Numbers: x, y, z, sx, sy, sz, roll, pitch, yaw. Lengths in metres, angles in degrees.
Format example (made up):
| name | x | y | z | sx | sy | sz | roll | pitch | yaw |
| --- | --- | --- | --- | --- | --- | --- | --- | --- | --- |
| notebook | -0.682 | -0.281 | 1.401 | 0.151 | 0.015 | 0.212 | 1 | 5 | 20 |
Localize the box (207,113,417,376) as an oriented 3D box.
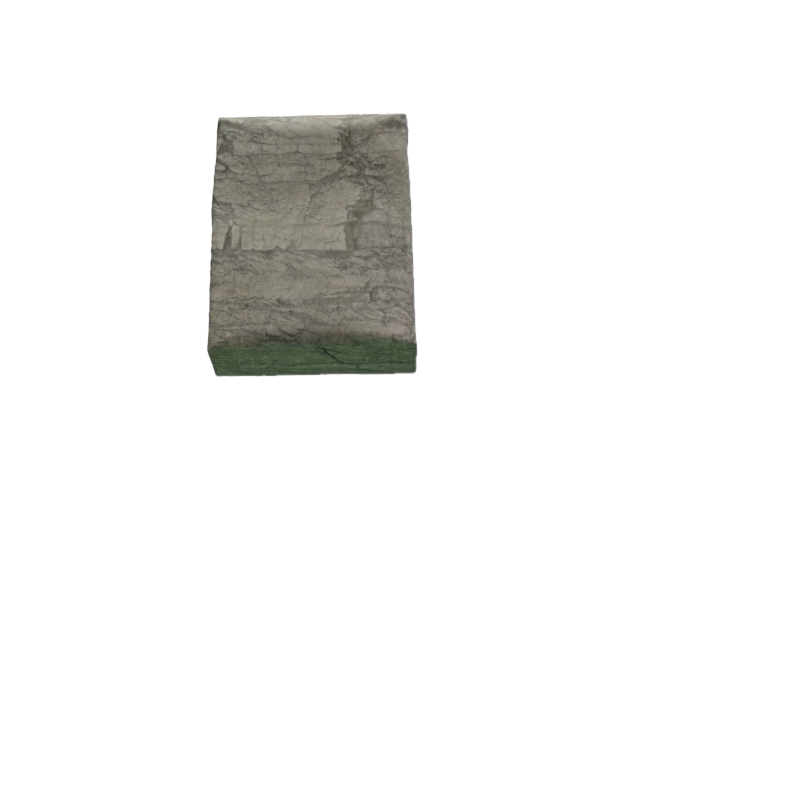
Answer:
| name | x | y | z | sx | sy | sz | roll | pitch | yaw |
| --- | --- | --- | --- | --- | --- | --- | --- | --- | --- |
| box | -0.071 | -0.130 | 0.912 | 0.164 | 0.226 | 0.068 | -2 | -24 | 1 |
